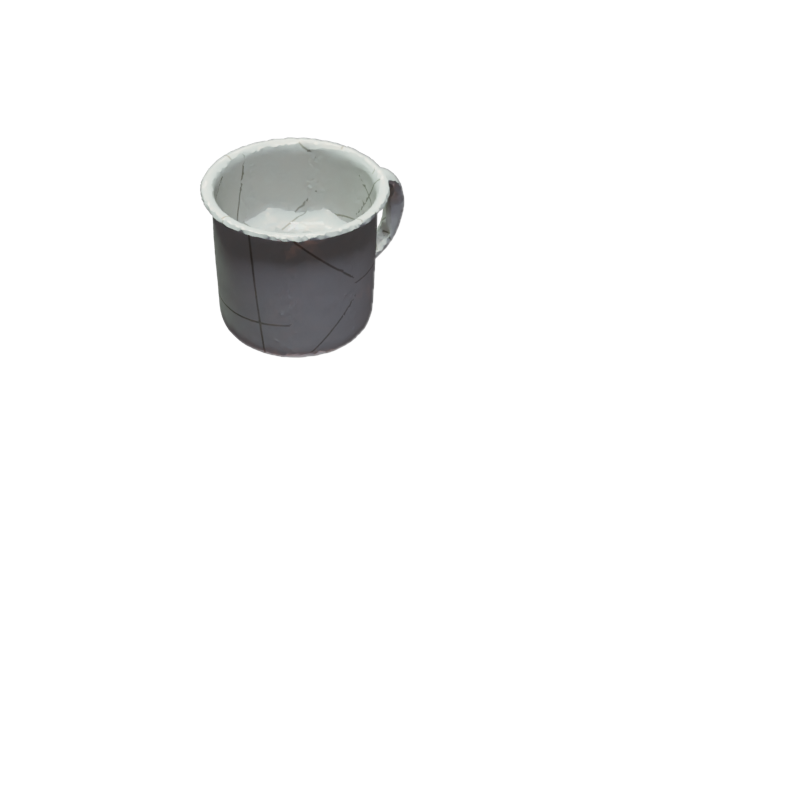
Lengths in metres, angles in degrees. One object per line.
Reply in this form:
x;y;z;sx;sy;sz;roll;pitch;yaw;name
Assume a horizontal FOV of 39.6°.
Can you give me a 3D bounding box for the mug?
-0.045;-0.082;0.574;0.117;0.076;0.100;-30;49;-32;mug
